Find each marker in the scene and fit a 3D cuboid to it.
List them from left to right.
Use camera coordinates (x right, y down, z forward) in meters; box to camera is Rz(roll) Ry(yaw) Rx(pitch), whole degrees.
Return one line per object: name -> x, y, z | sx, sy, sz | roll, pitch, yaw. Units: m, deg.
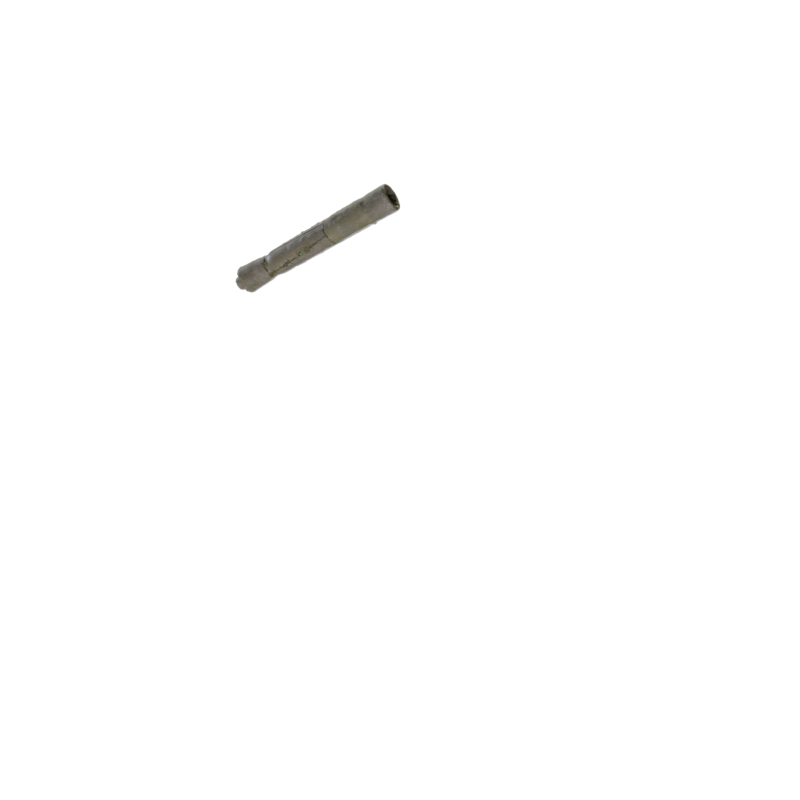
marker -> -0.055, -0.100, 0.701 | 0.121, 0.020, 0.019 | -26, -7, 23
